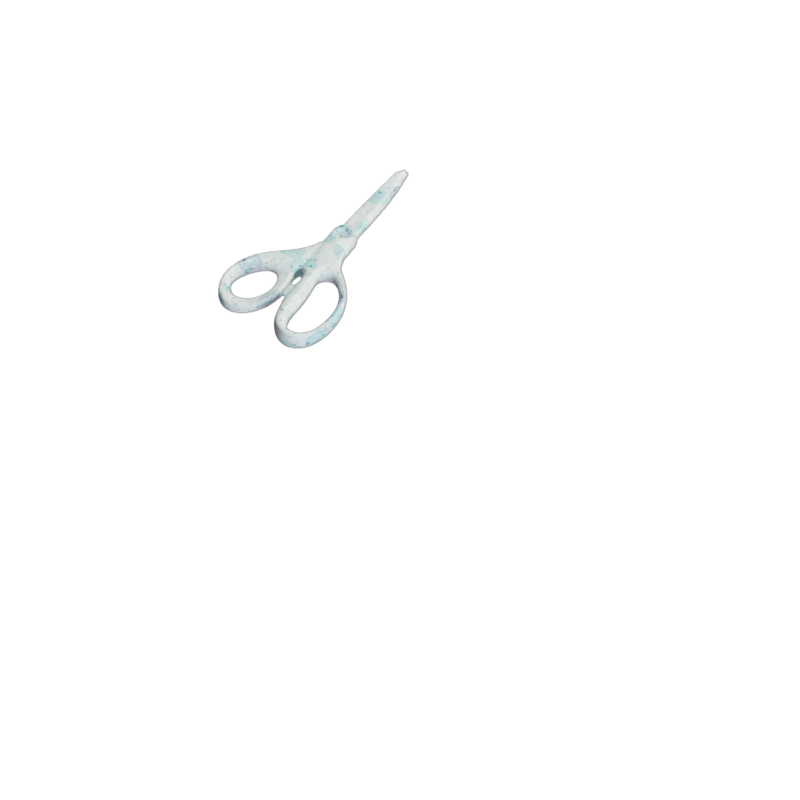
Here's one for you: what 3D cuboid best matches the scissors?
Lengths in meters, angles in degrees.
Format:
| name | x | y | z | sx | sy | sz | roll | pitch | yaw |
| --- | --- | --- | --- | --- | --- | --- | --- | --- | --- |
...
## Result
| name | x | y | z | sx | sy | sz | roll | pitch | yaw |
| --- | --- | --- | --- | --- | --- | --- | --- | --- | --- |
| scissors | -0.061 | -0.112 | 0.781 | 0.098 | 0.015 | 0.213 | 9 | 44 | 9 |
